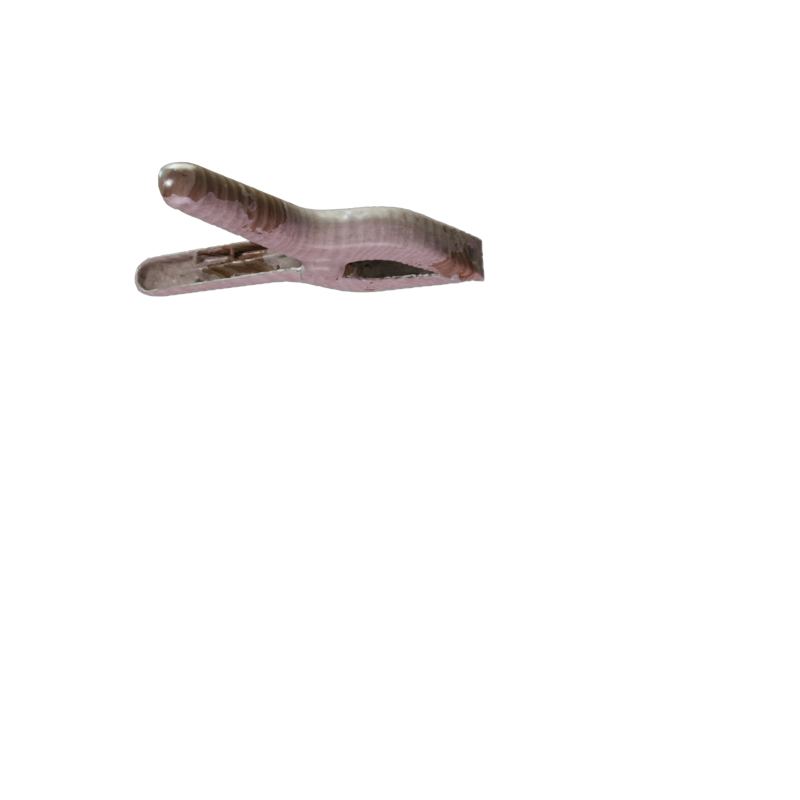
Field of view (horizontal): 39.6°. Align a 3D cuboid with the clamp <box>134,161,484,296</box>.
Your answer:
[{"bbox_3d":[-0.050,-0.091,0.638,0.208,0.038,0.160,2,-13,-7],"label":"clamp"}]
